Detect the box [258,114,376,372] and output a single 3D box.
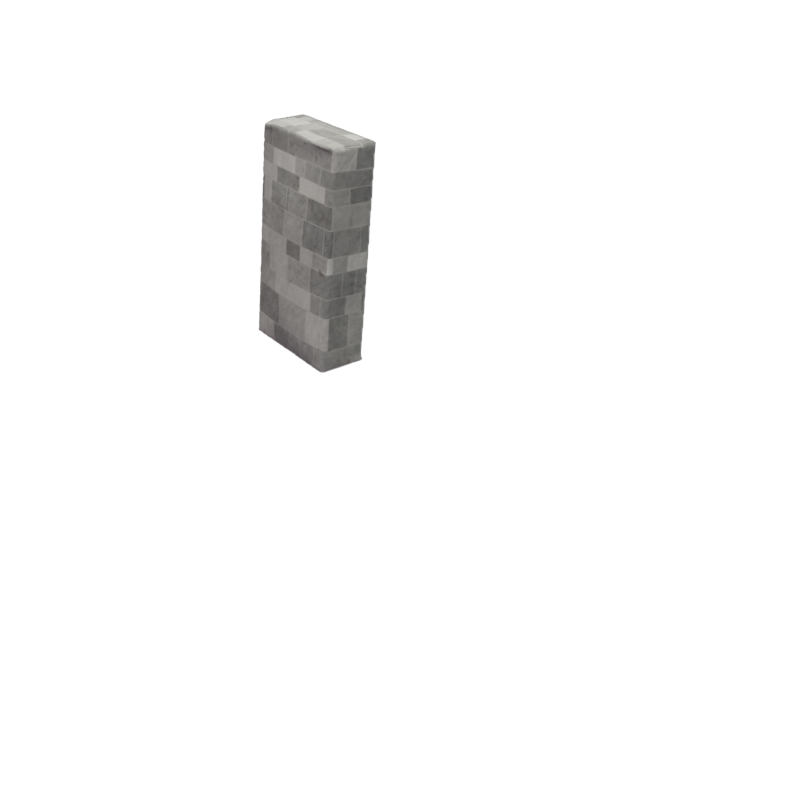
[{"bbox_3d":[-0.066,-0.120,0.842,0.047,0.168,0.100,-15,29,-34],"label":"box"}]
